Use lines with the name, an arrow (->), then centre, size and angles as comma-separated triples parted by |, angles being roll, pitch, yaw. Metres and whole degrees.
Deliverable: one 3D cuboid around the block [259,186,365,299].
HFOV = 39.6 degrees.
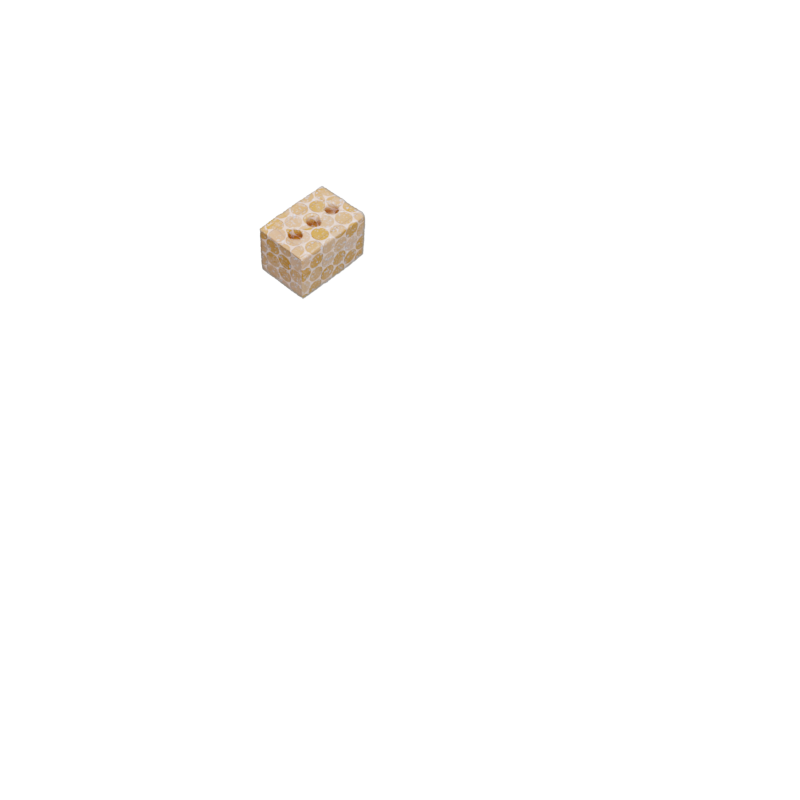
block -> -0.074, -0.135, 0.948 | 0.056, 0.048, 0.079 | 35, 57, 25
